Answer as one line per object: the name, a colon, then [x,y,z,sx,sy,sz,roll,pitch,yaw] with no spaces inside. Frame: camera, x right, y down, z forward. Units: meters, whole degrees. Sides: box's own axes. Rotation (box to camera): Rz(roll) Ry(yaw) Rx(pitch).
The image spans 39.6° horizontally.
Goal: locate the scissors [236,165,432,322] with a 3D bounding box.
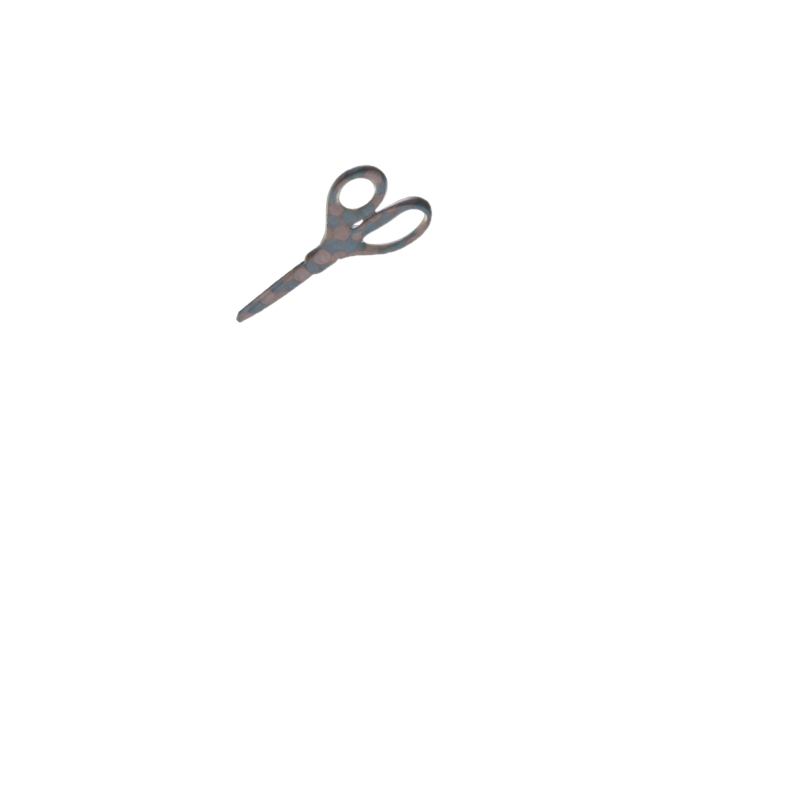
scissors: [-0.073,-0.132,0.927,0.203,0.089,0.017,-21,37,16]
